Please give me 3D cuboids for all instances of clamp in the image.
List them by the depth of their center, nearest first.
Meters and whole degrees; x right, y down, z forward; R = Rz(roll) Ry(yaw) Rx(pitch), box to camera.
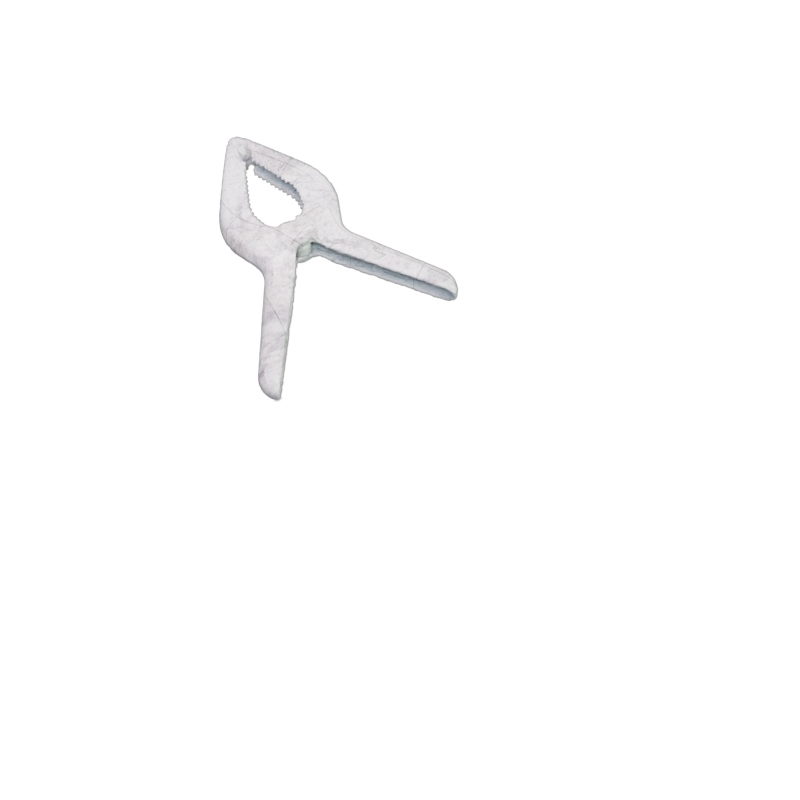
[{"bbox_3d":[-0.066,-0.121,0.845,0.164,0.223,0.034,-23,-24,-11],"label":"clamp"}]
